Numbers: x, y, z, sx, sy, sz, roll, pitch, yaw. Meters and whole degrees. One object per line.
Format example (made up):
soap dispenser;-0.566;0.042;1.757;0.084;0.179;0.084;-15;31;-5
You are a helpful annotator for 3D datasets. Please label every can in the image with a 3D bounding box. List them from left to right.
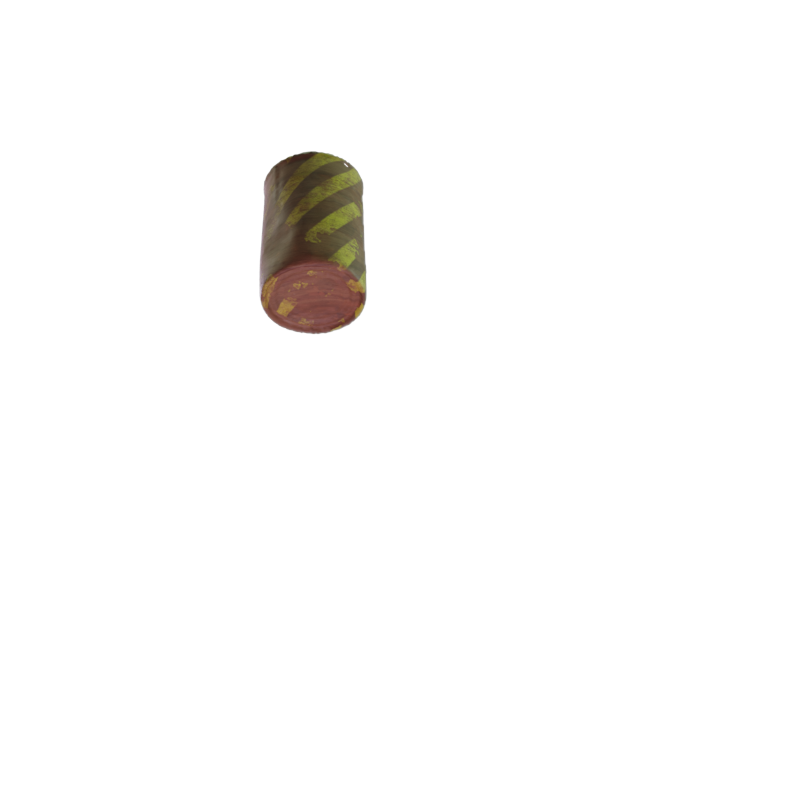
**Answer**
can;-0.056;-0.102;0.716;0.068;0.110;0.064;-1;-41;-3
